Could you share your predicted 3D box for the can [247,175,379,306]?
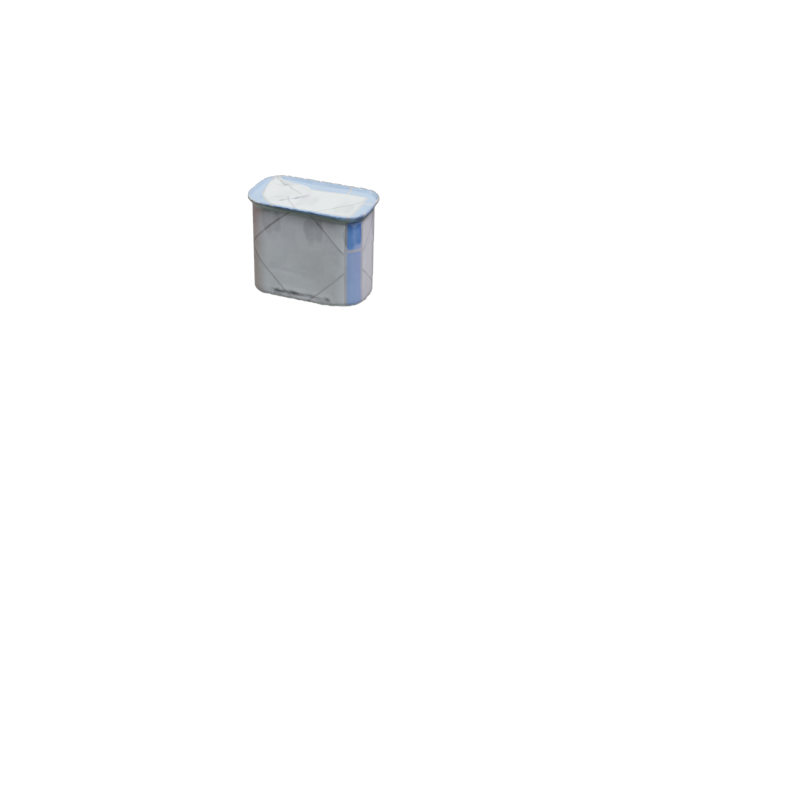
[{"bbox_3d":[-0.070,-0.128,0.893,0.105,0.079,0.059,13,32,19],"label":"can"}]
